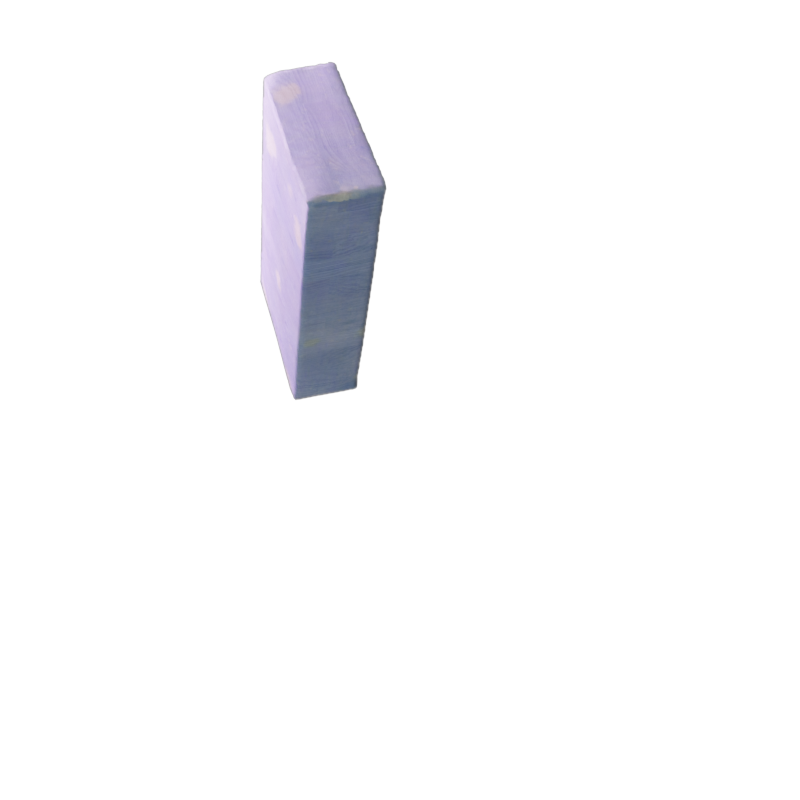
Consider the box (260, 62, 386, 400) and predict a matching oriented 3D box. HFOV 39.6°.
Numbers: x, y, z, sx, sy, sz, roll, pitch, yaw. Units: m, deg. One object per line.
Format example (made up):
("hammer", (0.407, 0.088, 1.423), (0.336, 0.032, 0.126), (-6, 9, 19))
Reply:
("box", (-0.047, -0.086, 0.602), (0.048, 0.101, 0.165), (-12, -33, -12))
